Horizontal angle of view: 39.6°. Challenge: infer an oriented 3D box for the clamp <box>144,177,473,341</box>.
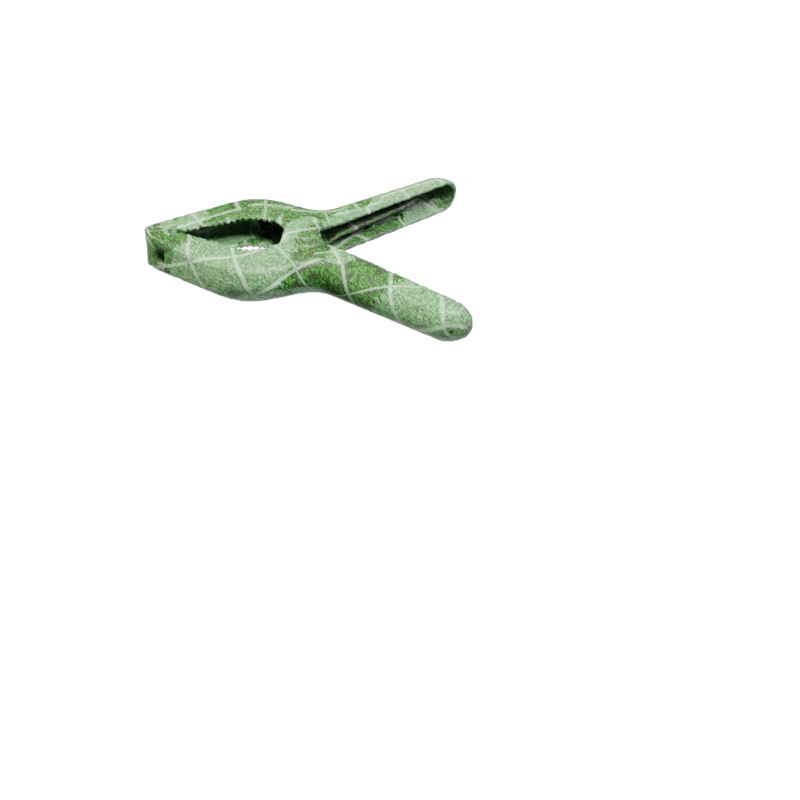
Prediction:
[{"bbox_3d":[-0.056,-0.102,0.713,0.212,0.034,0.174,5,37,6],"label":"clamp"}]
